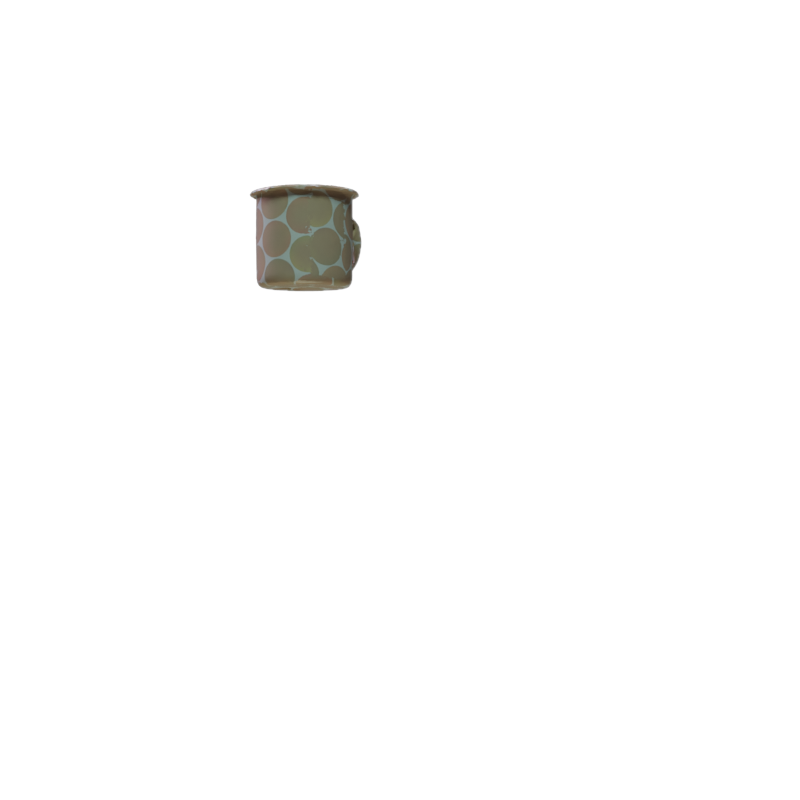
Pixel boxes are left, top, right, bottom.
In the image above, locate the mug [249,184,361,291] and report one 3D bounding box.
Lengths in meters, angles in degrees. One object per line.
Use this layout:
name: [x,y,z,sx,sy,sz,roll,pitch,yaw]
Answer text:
mug: [-0.075,-0.136,0.954,0.096,0.083,0.112,-2,-3,37]
